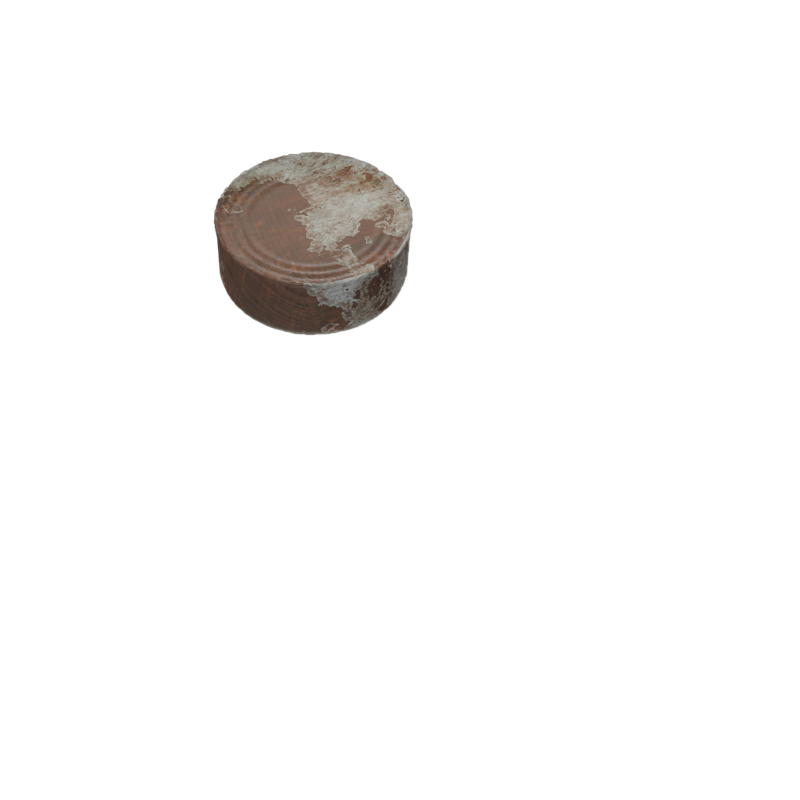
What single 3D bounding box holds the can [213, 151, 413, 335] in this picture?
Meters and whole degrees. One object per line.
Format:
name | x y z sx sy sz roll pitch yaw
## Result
can | -0.038 -0.070 0.488 0.086 0.092 0.031 -1 -43 -1
